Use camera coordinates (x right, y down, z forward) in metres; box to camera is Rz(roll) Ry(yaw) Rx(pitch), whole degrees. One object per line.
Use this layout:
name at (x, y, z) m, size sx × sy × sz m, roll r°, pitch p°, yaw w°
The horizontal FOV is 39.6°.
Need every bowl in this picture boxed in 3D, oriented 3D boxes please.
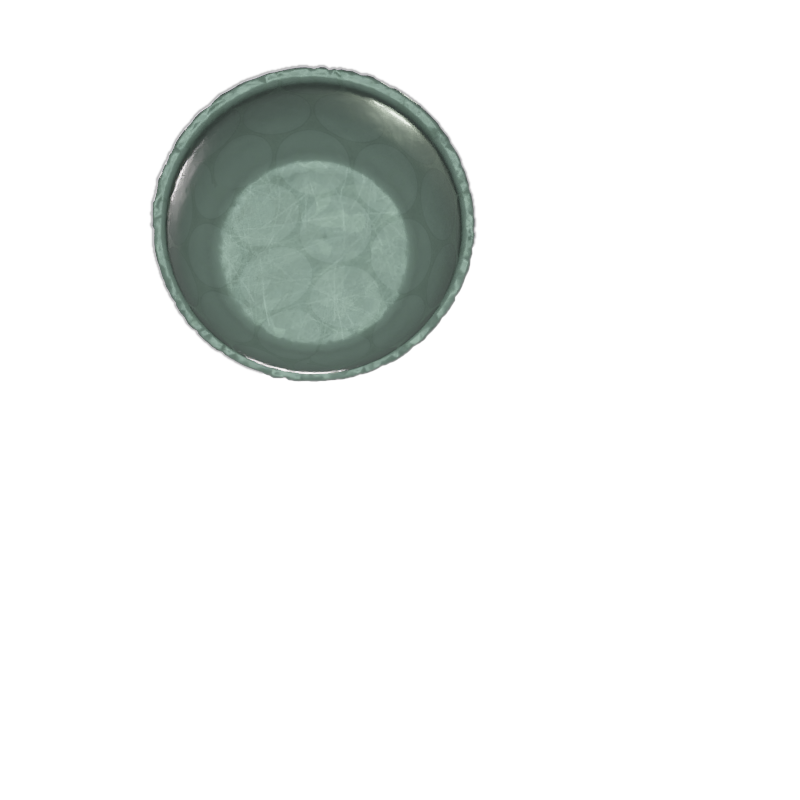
bowl at (-0.041, -0.075, 0.529) m, size 0.162 × 0.156 × 0.057 m, roll 0°, pitch 15°, yaw -1°
